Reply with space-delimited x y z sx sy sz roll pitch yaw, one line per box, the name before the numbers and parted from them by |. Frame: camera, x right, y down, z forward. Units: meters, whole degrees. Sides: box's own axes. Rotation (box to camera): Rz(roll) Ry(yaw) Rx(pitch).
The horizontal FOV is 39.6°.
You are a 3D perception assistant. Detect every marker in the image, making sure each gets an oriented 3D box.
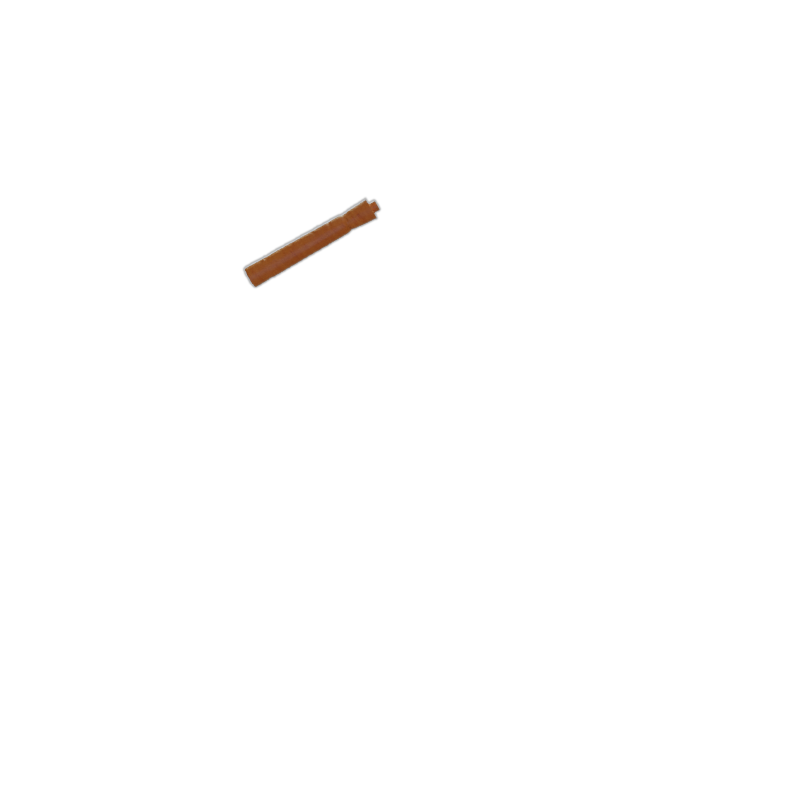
marker | -0.071 -0.129 0.905 0.121 0.020 0.020 -29 3 4
